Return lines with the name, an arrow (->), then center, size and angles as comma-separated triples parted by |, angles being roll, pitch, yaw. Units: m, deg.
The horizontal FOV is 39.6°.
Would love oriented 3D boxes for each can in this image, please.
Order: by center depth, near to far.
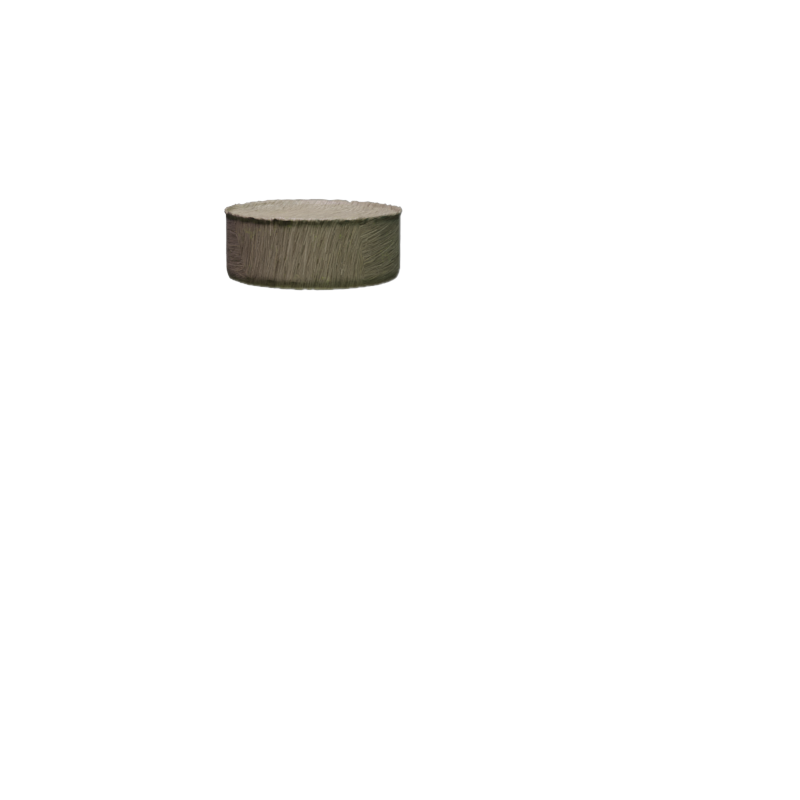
can -> -0.042, -0.077, 0.536 | 0.086, 0.033, 0.088 | 0, 15, -2
